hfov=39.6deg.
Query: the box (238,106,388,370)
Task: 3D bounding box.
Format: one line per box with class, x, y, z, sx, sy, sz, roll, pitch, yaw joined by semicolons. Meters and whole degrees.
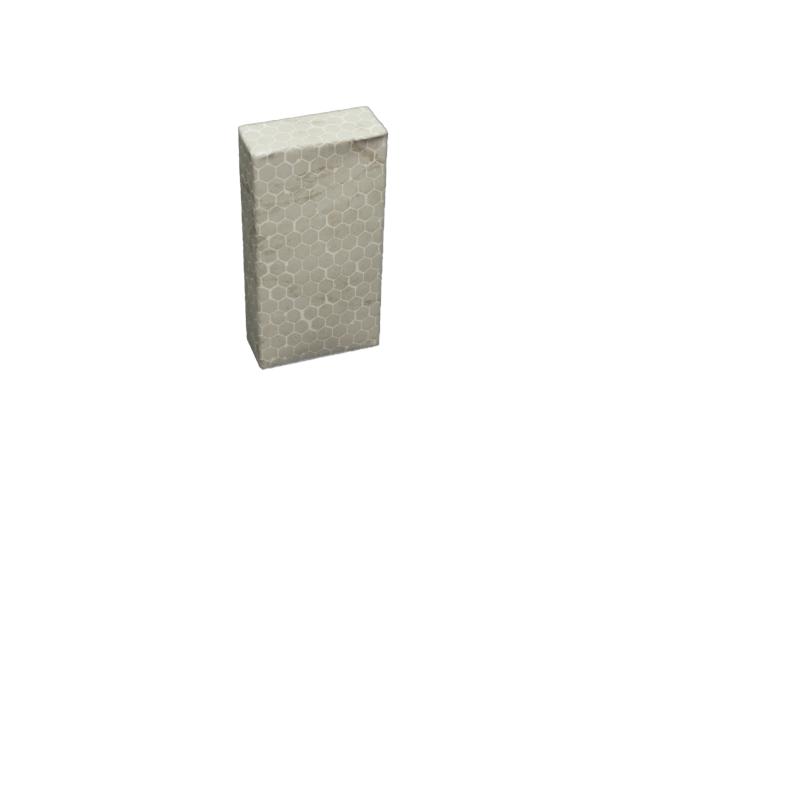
box;-0.059;-0.108;0.757;0.092;0.165;0.052;-12;41;-17
